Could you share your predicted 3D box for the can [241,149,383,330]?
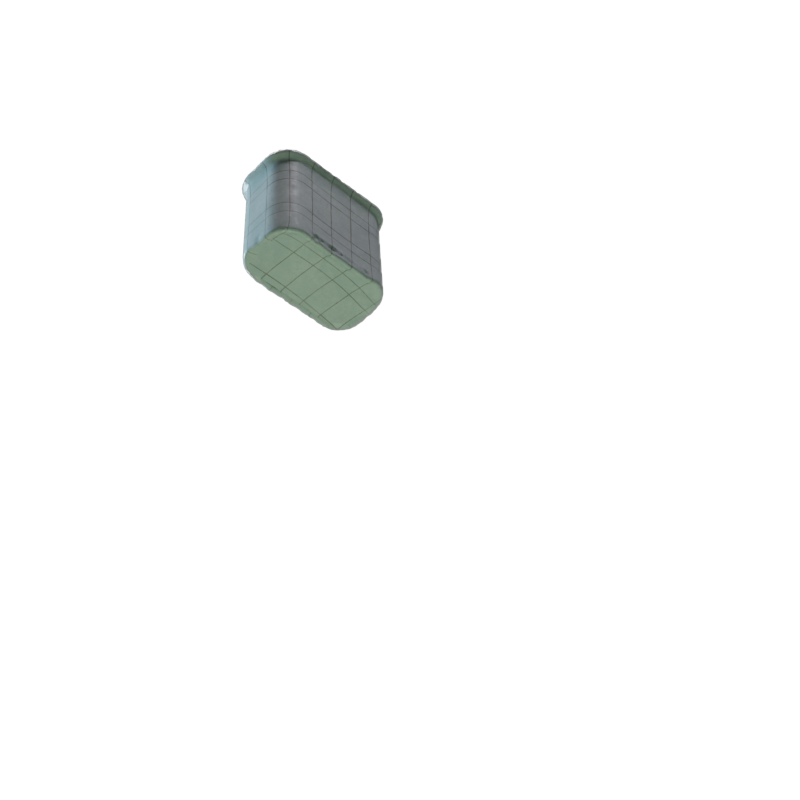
[{"bbox_3d":[-0.058,-0.106,0.745,0.096,0.090,0.057,33,-56,-28],"label":"can"}]
